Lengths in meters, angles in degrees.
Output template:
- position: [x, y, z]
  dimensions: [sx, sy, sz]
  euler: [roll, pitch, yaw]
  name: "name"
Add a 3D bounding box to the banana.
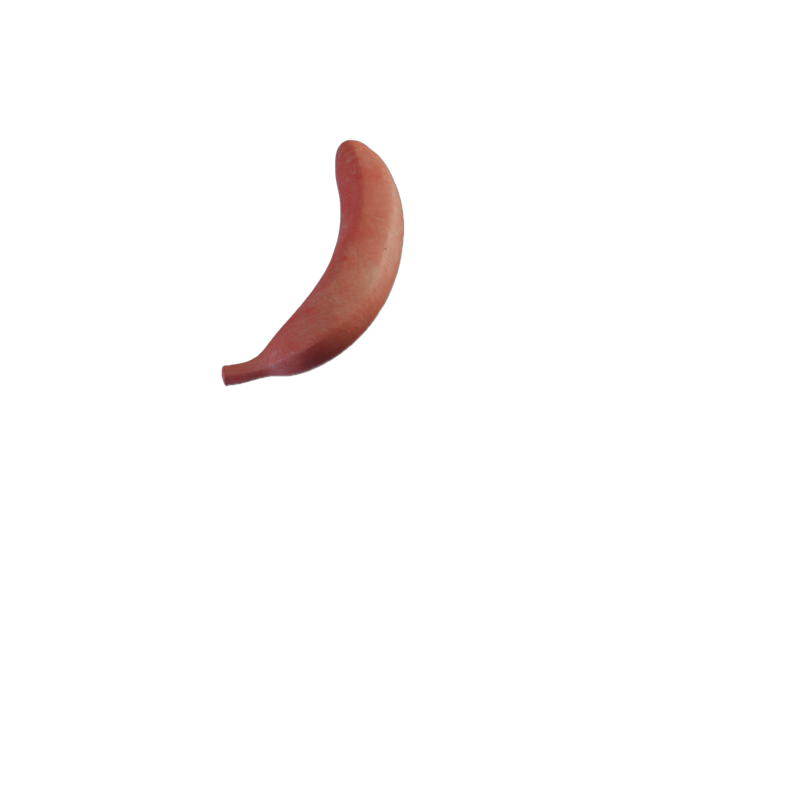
- position: [-0.033, -0.082, 0.627]
  dimensions: [0.071, 0.207, 0.034]
  euler: [14, -40, 11]
  name: "banana"
